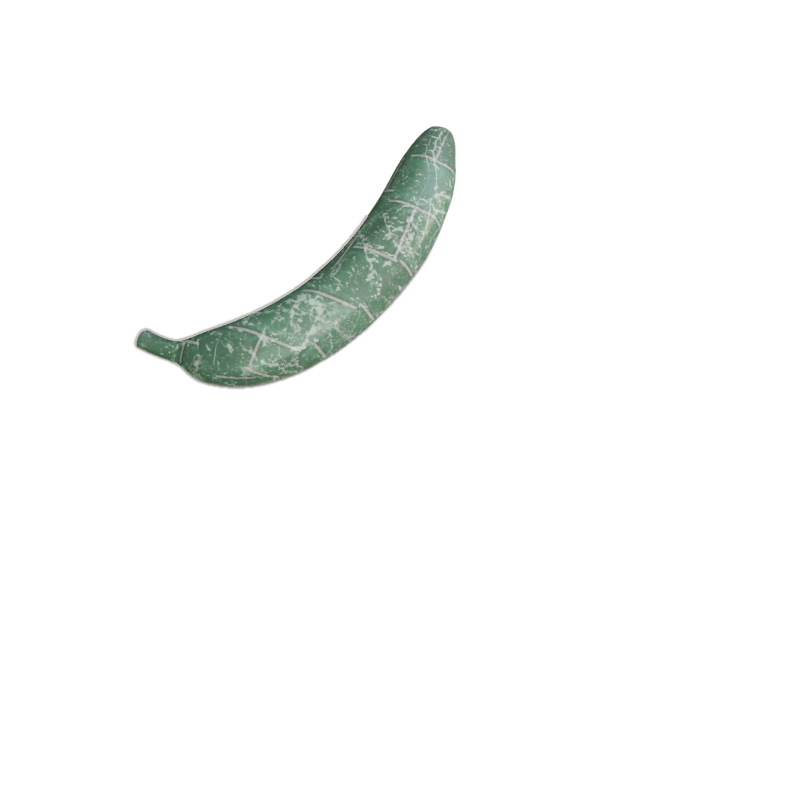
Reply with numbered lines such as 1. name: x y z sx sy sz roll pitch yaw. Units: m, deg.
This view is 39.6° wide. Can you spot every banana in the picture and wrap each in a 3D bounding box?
1. banana: -0.036 -0.063 0.559 0.198 0.072 0.035 -36 -12 -10
